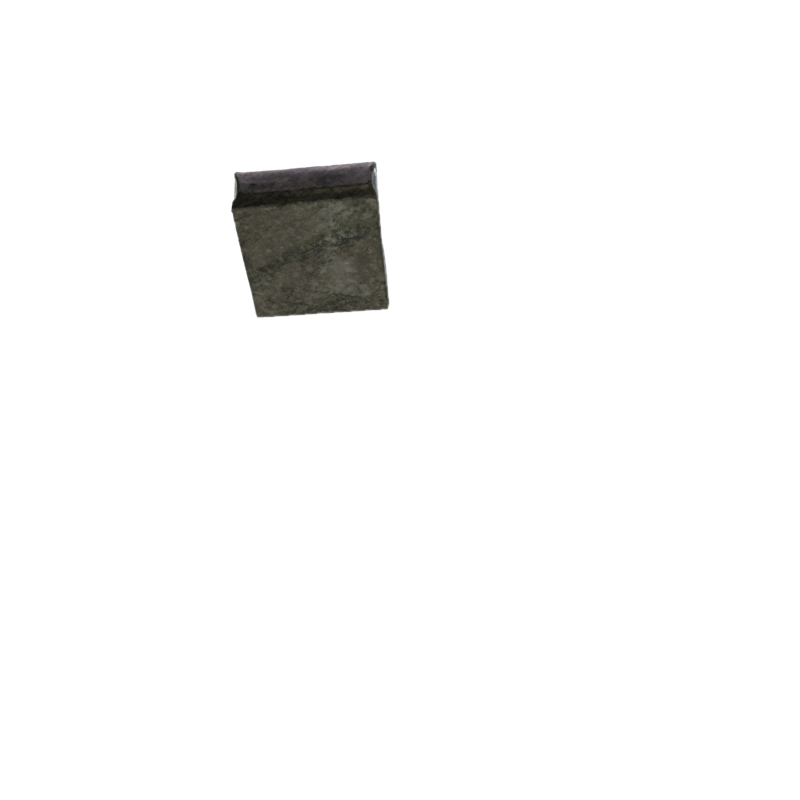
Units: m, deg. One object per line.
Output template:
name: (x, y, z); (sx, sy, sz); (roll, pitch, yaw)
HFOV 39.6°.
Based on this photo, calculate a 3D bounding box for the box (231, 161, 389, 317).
box: (-0.045, -0.083, 0.580); (0.073, 0.032, 0.083); (-3, -39, 3)
